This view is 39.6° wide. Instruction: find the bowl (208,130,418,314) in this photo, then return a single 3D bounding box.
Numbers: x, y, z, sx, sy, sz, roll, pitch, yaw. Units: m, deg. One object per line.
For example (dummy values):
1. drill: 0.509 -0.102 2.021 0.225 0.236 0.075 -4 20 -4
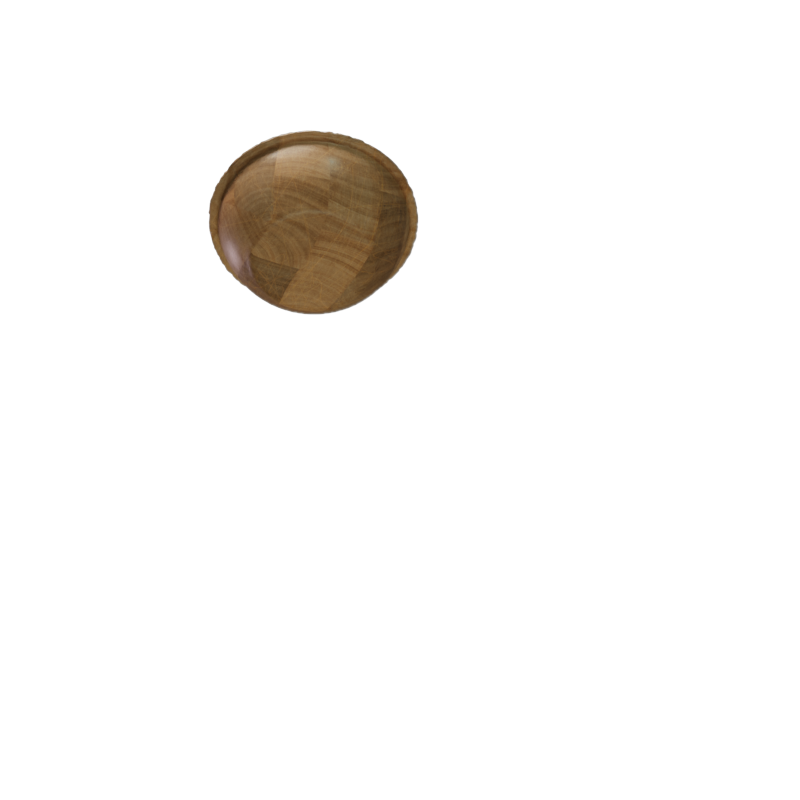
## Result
1. bowl: -0.065 -0.119 0.832 0.162 0.152 0.059 1 36 -1
